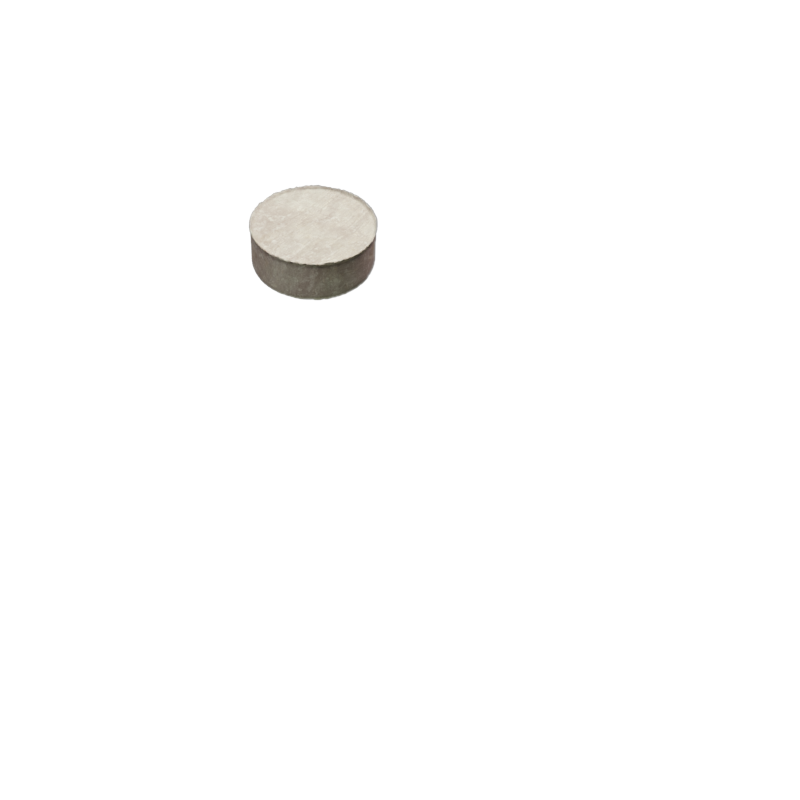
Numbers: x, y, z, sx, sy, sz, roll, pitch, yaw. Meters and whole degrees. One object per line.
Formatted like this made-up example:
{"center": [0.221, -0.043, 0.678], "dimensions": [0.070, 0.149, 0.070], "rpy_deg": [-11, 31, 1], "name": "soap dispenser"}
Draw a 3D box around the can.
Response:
{"center": [-0.058, -0.107, 0.747], "dimensions": [0.086, 0.031, 0.092], "rpy_deg": [-1, 43, -2], "name": "can"}
